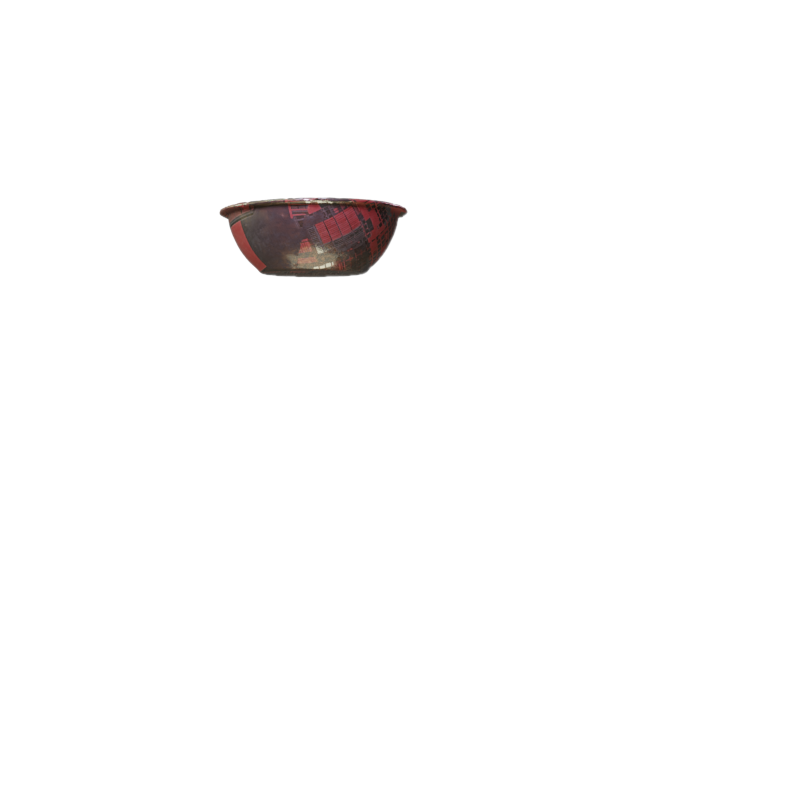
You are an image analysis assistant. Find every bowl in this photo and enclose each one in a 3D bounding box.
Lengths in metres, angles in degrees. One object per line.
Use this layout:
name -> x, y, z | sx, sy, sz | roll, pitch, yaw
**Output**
bowl -> -0.075, -0.136, 0.953 | 0.162, 0.055, 0.162 | 0, 2, -2
